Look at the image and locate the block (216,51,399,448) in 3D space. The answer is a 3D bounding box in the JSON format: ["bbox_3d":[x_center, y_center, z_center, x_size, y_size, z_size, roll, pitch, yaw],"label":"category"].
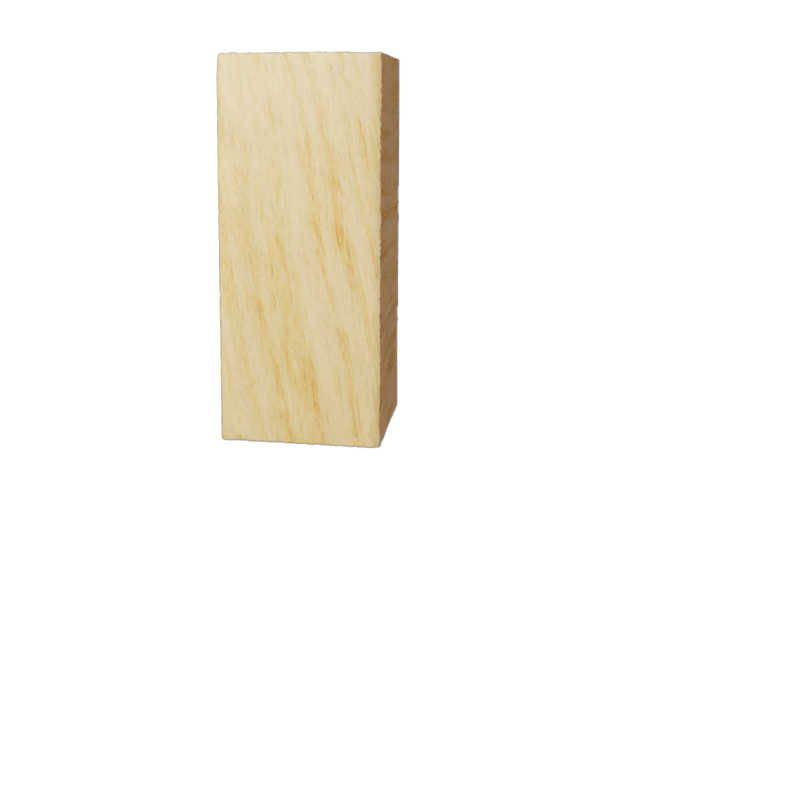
[{"bbox_3d":[-0.049,-0.089,0.620,0.091,0.202,0.091,2,9,7],"label":"block"}]
